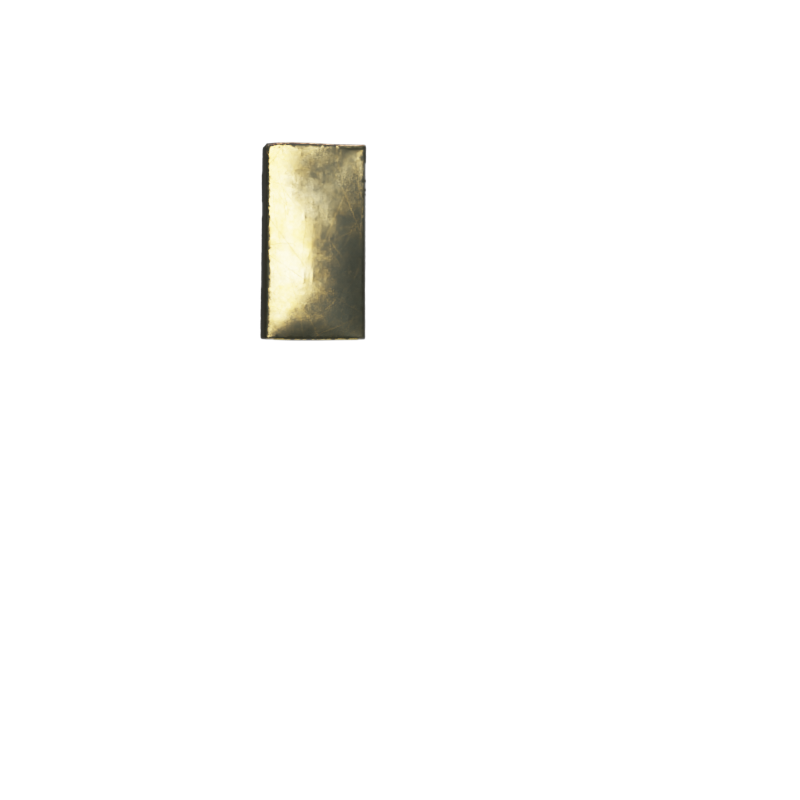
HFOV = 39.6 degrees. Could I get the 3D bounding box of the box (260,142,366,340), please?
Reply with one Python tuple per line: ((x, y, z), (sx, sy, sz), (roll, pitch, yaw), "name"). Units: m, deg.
((-0.078, -0.143, 0.999), (0.092, 0.177, 0.048), (0, -1, -10), "box")
